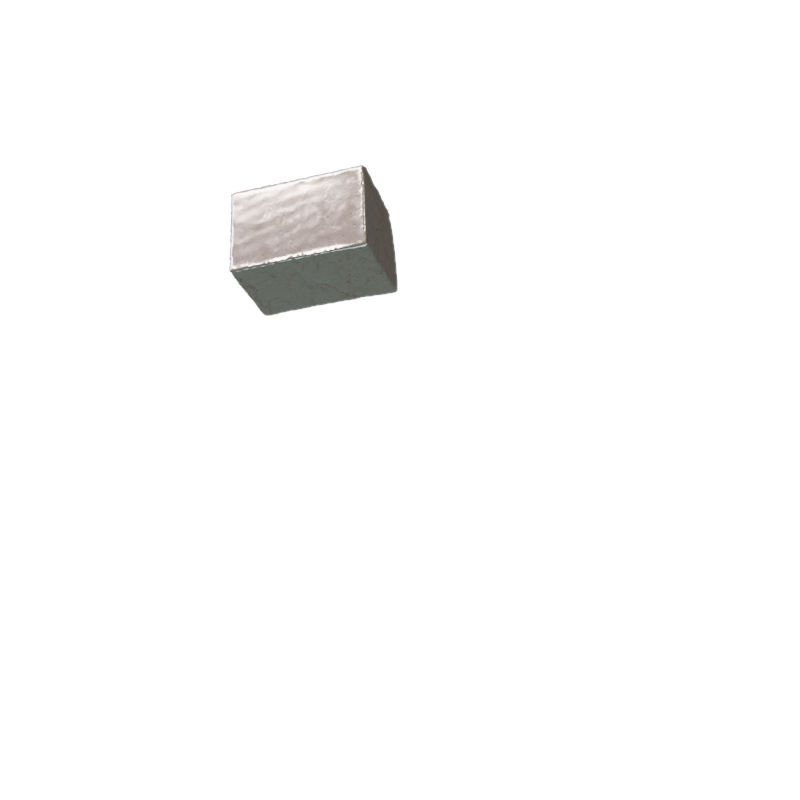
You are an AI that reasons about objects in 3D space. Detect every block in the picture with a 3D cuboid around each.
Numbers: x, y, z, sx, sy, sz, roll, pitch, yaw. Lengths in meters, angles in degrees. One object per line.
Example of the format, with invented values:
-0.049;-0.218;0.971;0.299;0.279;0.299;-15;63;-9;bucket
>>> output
-0.046;-0.085;0.593;0.079;0.055;0.049;-9;-30;15;block
